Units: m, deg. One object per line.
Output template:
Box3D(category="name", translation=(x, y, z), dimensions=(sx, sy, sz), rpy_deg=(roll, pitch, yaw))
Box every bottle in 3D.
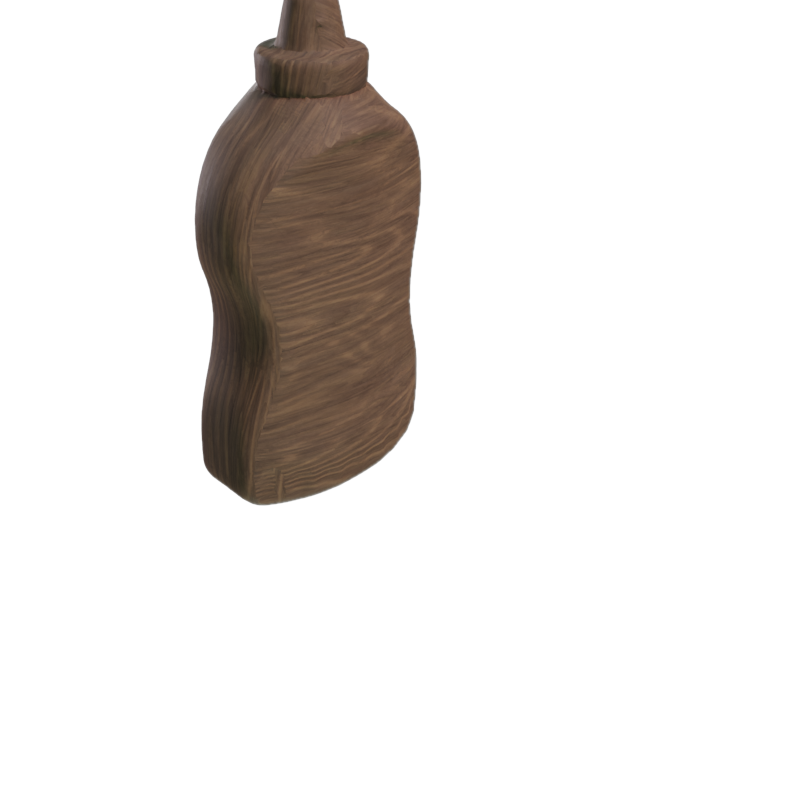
Box3D(category="bottle", translation=(-0.033, -0.060, 0.422), dimensions=(0.095, 0.181, 0.062), rpy_deg=(-22, 36, -38))
